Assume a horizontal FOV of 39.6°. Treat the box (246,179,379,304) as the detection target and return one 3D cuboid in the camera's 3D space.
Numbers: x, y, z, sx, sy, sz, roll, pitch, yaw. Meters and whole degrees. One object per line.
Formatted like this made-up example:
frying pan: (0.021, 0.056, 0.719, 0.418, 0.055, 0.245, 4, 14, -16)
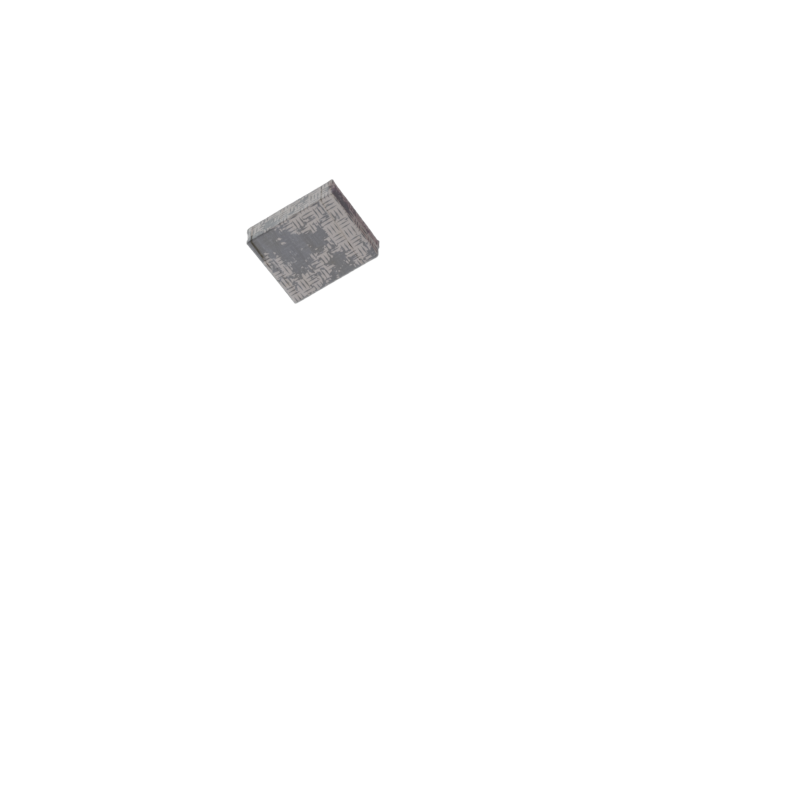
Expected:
box: (-0.073, -0.133, 0.934, 0.089, 0.069, 0.032, -29, 28, 17)
